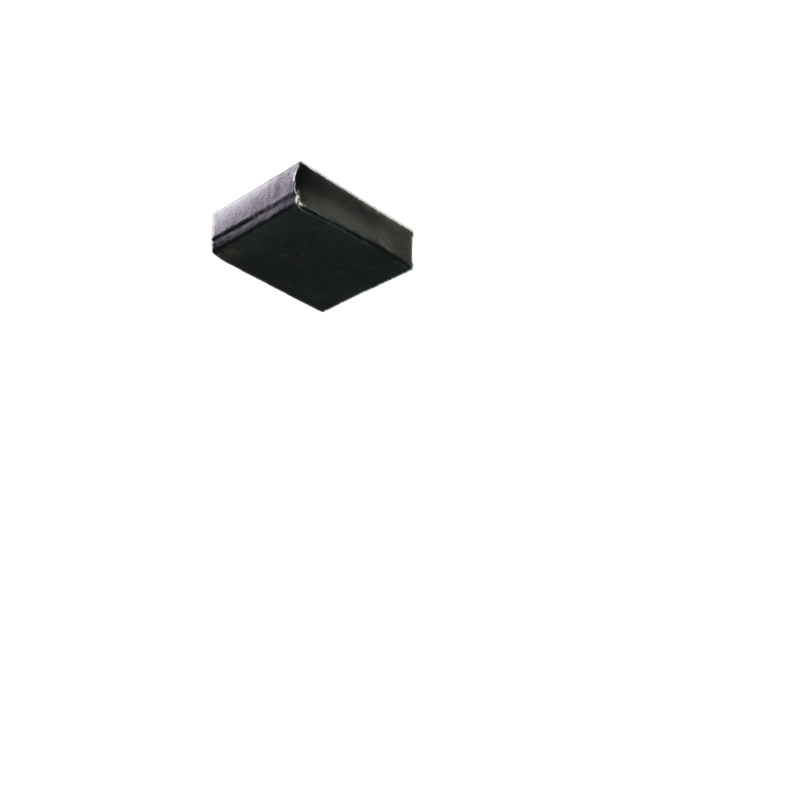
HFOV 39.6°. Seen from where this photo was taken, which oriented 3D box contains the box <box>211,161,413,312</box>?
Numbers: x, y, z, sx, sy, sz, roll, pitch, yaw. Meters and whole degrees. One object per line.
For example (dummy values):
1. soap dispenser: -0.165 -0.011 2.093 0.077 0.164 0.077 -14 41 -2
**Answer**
1. box: -0.060 -0.109 0.761 0.090 0.041 0.106 -24 -35 38
